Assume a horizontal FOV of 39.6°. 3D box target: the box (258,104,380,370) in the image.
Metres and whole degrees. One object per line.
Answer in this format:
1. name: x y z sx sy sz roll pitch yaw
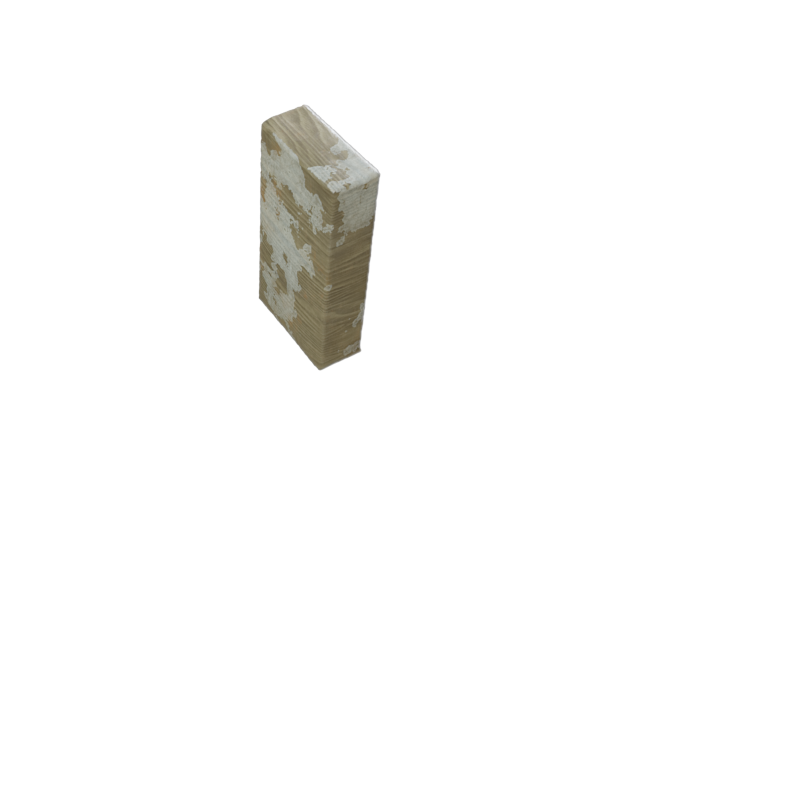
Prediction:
1. box: -0.063 -0.114 0.799 0.048 0.164 0.100 -25 54 -24
